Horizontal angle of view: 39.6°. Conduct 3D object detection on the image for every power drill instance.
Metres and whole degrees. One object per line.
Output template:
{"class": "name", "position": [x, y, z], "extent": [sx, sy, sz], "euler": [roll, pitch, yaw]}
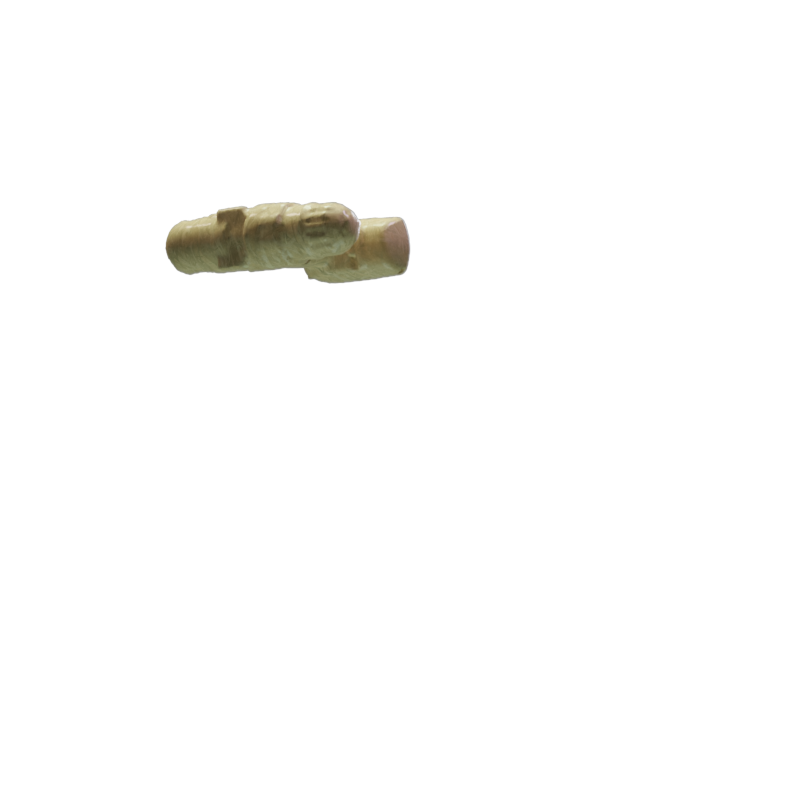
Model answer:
{"class": "power drill", "position": [-0.072, -0.132, 0.924], "extent": [0.191, 0.058, 0.180], "euler": [1, 2, 36]}
